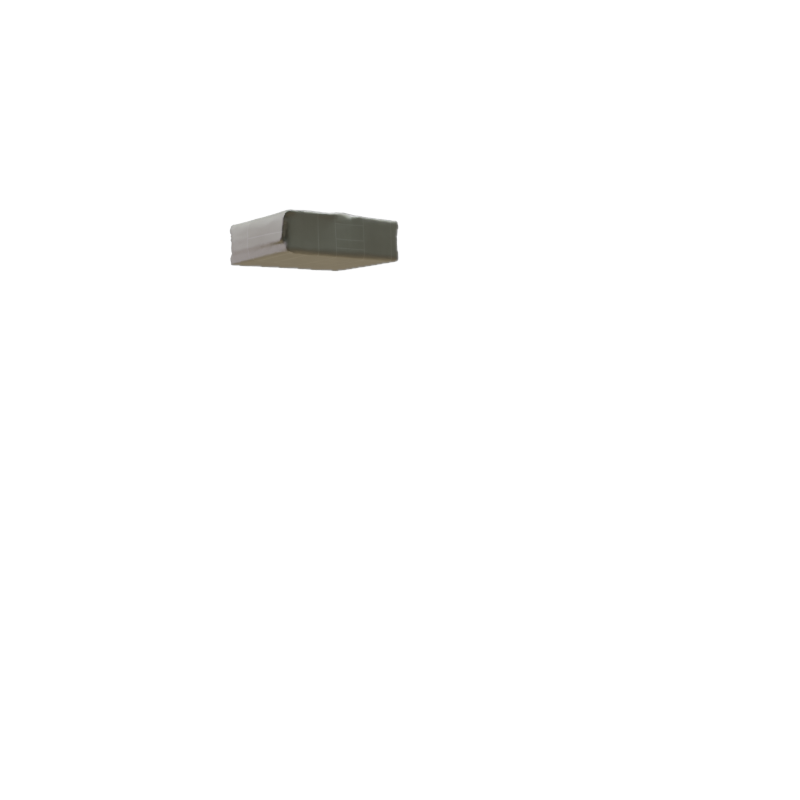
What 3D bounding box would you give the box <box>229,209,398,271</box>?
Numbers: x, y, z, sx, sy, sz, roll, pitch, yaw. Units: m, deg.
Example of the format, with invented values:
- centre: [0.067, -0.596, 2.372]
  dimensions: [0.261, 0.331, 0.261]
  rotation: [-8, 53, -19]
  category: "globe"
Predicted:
- centre: [-0.057, -0.105, 0.733]
  dimensions: [0.086, 0.031, 0.075]
  rotation: [1, -2, -34]
  category: "box"
